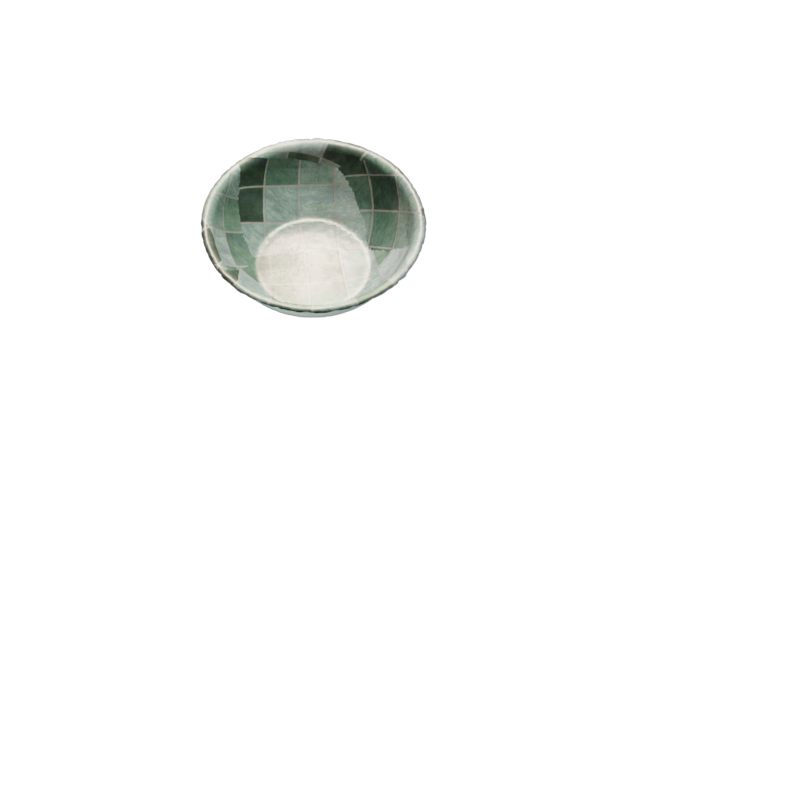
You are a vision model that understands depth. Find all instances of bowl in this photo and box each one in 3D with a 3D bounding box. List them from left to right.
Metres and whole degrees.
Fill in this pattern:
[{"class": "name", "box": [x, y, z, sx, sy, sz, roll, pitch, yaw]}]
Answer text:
[{"class": "bowl", "box": [-0.064, -0.116, 0.815, 0.162, 0.174, 0.051, -1, -35, -1]}]
